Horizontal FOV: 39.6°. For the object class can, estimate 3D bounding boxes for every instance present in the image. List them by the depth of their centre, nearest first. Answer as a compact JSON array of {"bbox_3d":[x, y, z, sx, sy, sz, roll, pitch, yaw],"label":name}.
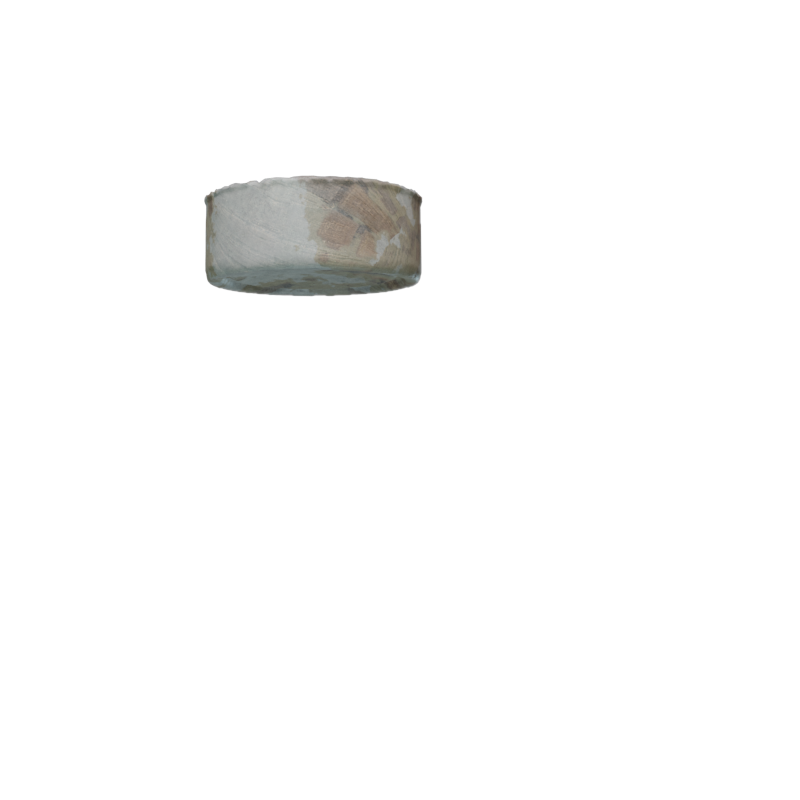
[{"bbox_3d":[-0.034,-0.062,0.435,0.086,0.034,0.085,0,-3,-2],"label":"can"}]
